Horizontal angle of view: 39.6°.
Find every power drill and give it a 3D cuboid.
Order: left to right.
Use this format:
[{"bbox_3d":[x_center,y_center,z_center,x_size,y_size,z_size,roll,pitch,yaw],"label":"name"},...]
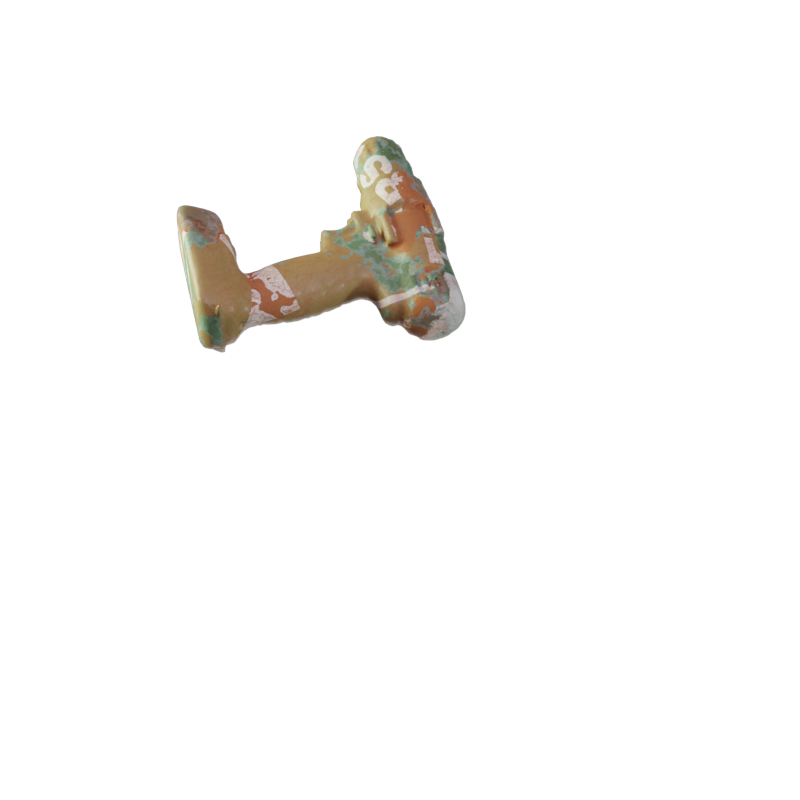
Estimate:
[{"bbox_3d":[-0.062,-0.113,0.795,0.186,0.199,0.053,-11,-39,-9],"label":"power drill"}]
